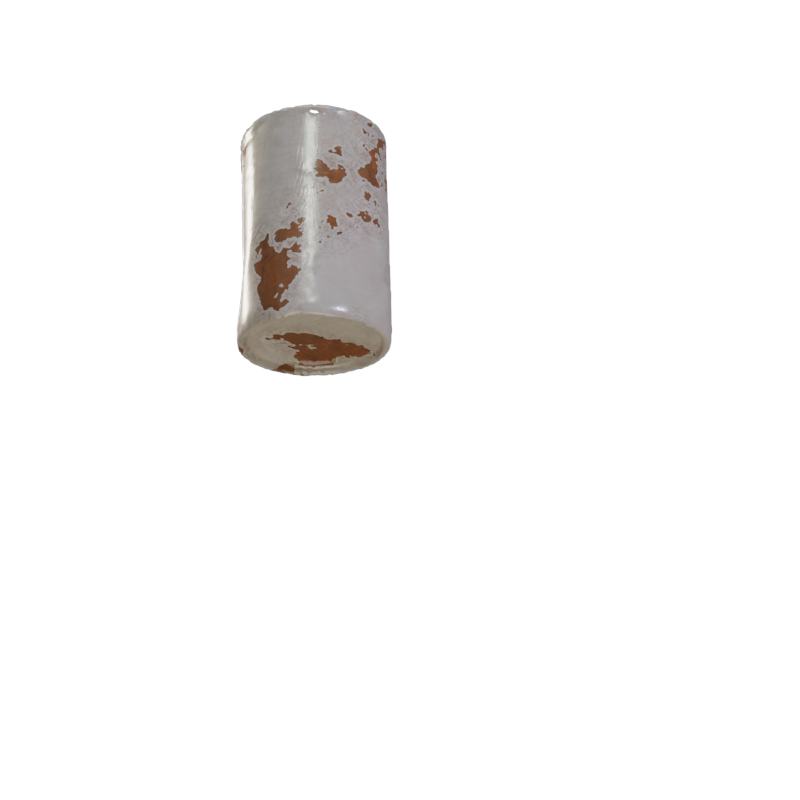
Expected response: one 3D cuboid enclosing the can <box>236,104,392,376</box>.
[{"bbox_3d":[-0.038,-0.070,0.492,0.068,0.108,0.065,0,-26,-2],"label":"can"}]
